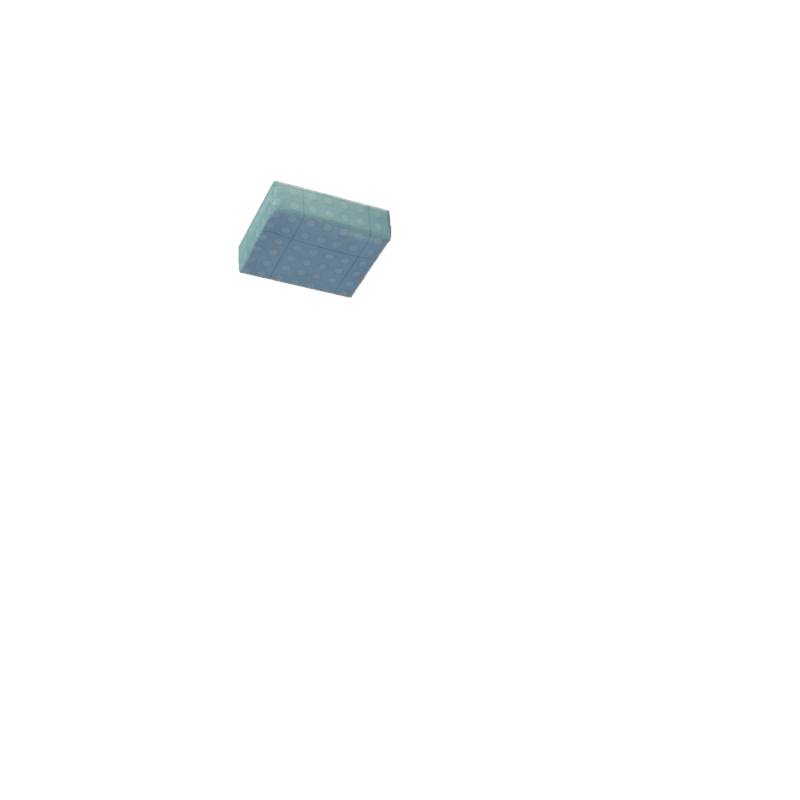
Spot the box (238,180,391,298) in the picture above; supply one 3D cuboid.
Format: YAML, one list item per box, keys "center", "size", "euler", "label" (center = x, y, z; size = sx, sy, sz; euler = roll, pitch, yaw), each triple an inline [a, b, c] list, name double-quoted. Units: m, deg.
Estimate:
- center: [-0.076, -0.140, 0.977]
  size: [0.110, 0.042, 0.087]
  euler: [15, -40, -19]
  label: "box"
